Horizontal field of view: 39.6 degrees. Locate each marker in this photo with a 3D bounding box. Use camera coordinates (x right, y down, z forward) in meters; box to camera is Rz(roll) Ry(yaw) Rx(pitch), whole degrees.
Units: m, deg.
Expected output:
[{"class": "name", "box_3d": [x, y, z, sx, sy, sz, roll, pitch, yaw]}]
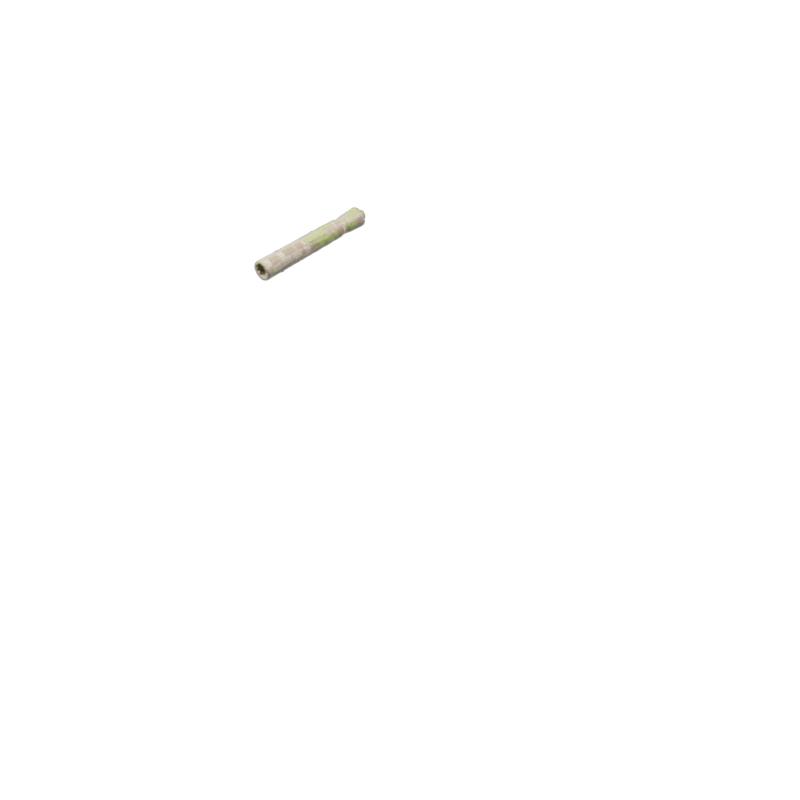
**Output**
[{"class": "marker", "box_3d": [-0.076, -0.139, 0.971, 0.121, 0.019, 0.021, -35, 24, -32]}]
